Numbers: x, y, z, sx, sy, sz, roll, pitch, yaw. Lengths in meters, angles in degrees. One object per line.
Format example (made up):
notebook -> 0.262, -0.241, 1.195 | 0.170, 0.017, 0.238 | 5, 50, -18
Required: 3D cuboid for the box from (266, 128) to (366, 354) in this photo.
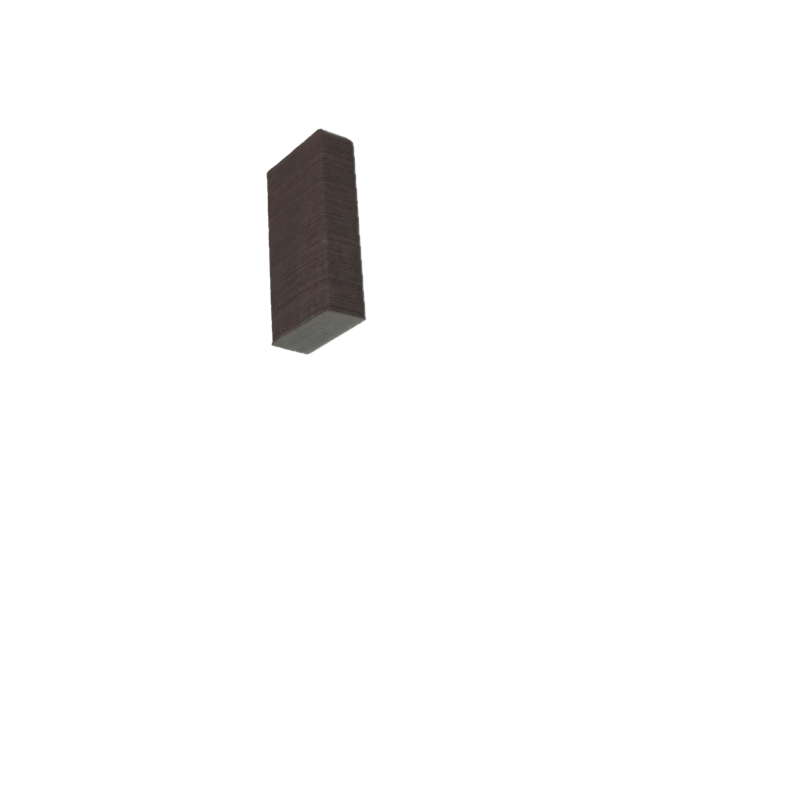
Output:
box -> -0.076, -0.139, 0.971 | 0.046, 0.187, 0.093 | 17, -31, -33
